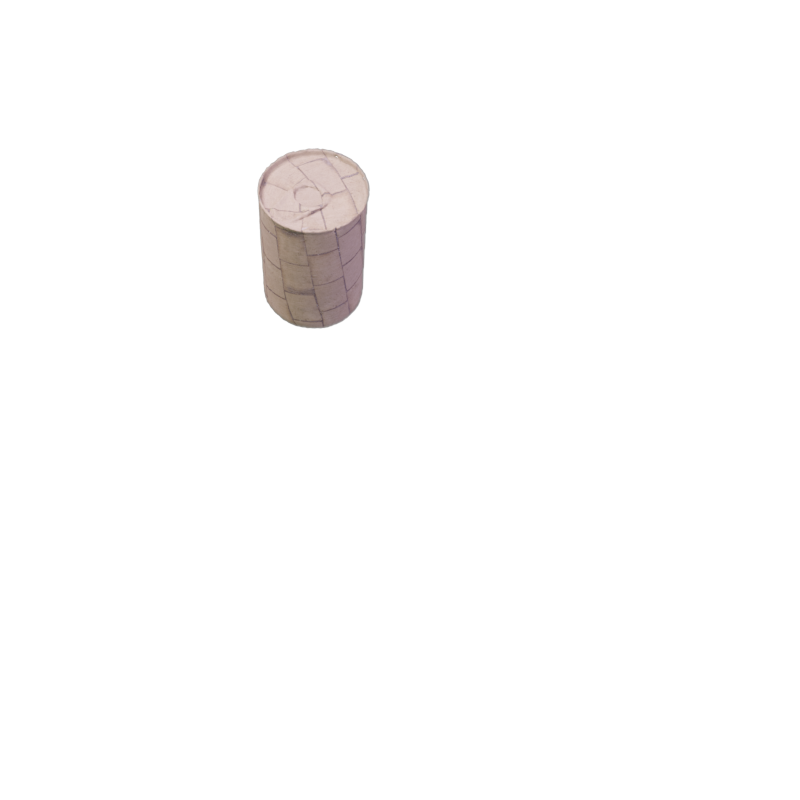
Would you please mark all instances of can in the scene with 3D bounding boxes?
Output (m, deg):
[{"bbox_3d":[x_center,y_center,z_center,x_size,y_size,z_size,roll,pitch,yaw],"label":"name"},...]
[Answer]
[{"bbox_3d":[-0.055,-0.101,0.707,0.068,0.073,0.095,0,-35,-3],"label":"can"}]
